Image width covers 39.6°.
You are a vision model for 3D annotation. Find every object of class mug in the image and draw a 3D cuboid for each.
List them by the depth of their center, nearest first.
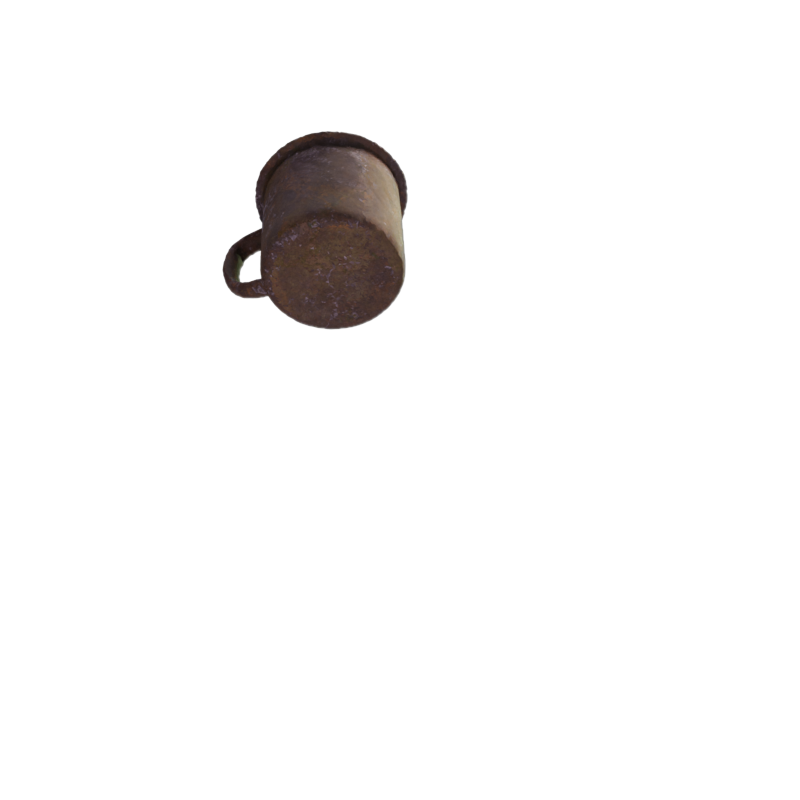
[{"bbox_3d":[-0.051,-0.092,0.646,0.118,0.086,0.087,-18,38,13],"label":"mug"}]
